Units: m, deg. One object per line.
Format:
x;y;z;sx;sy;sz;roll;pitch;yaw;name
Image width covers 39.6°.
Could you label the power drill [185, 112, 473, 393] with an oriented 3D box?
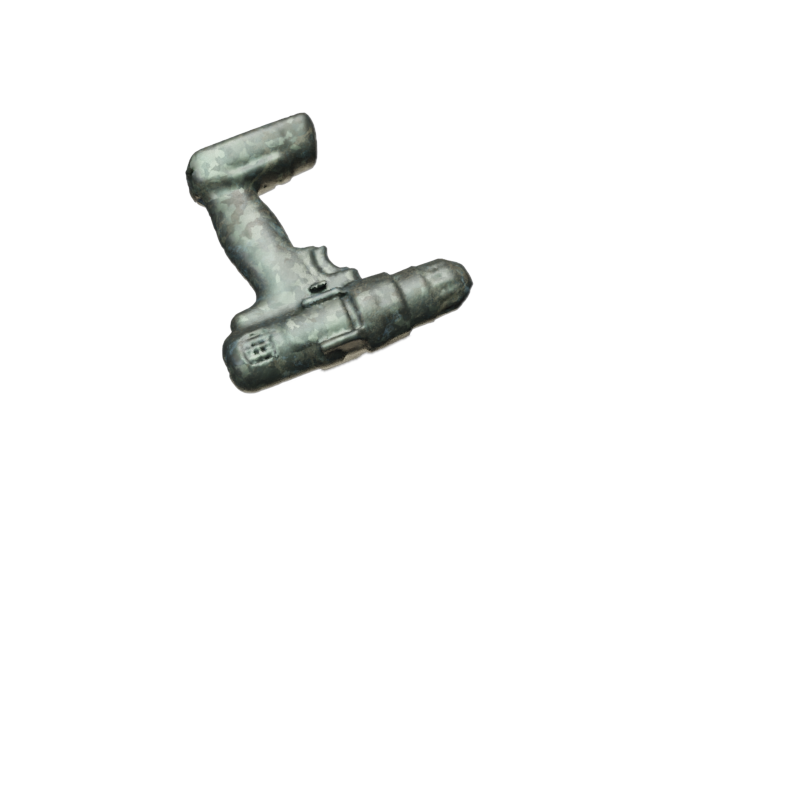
-0.063;-0.115;0.806;0.183;0.199;0.054;-21;-23;-10;power drill
